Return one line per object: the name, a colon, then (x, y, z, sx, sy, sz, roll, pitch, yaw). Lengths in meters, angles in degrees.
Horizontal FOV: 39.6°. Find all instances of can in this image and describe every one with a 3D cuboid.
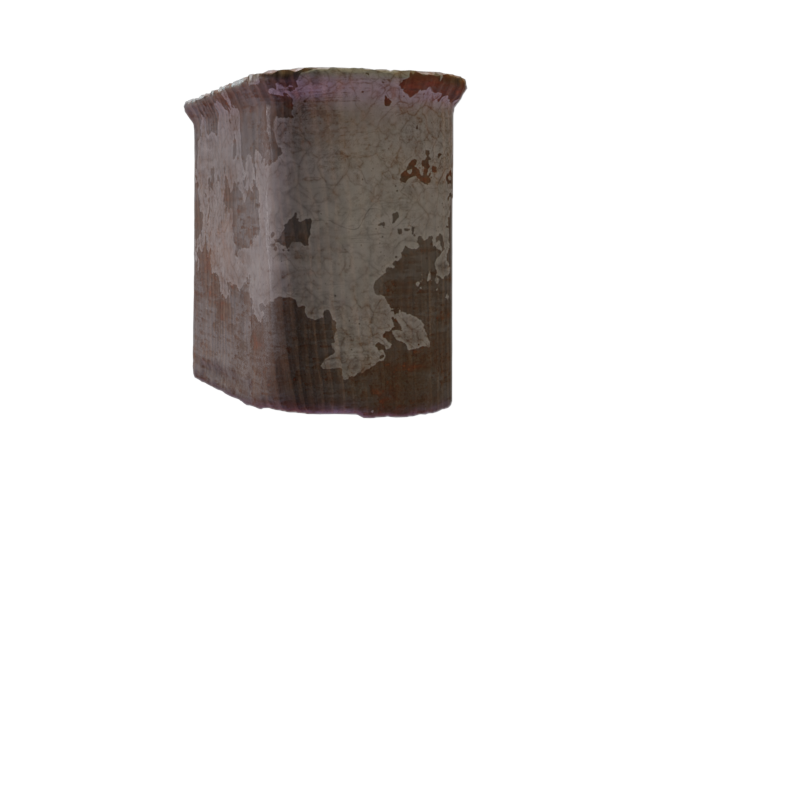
can: (-0.024, -0.044, 0.310, 0.056, 0.083, 0.106, -2, 6, -24)
